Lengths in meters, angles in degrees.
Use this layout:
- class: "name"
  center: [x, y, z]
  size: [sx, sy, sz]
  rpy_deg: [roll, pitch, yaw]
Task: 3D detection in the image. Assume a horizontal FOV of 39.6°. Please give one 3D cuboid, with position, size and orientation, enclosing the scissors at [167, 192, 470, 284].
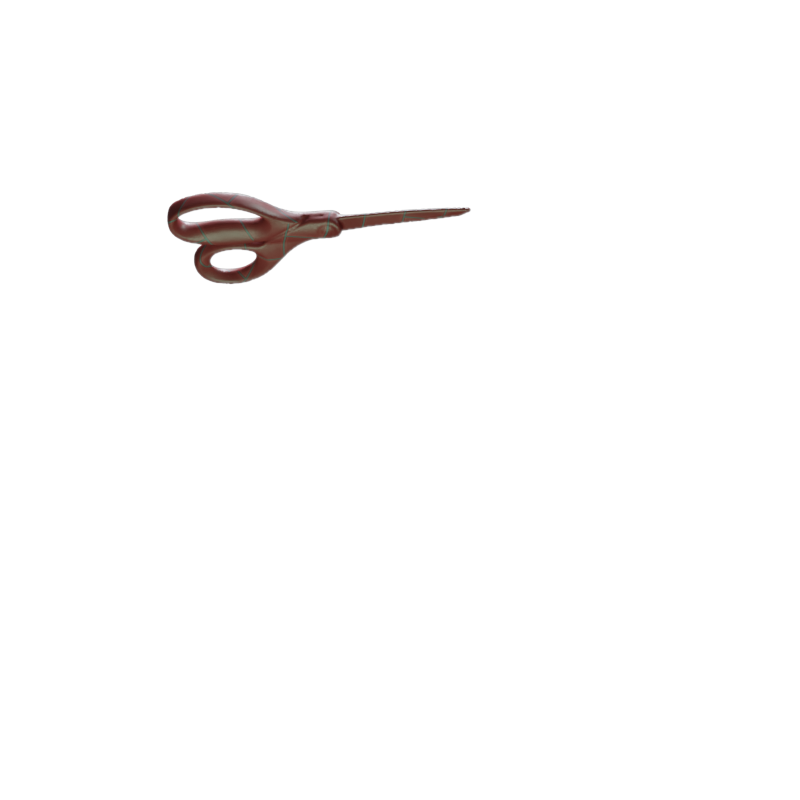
- class: "scissors"
  center: [-0.060, -0.110, 0.768]
  size: [0.200, 0.017, 0.091]
  rpy_deg: [4, -34, -6]
